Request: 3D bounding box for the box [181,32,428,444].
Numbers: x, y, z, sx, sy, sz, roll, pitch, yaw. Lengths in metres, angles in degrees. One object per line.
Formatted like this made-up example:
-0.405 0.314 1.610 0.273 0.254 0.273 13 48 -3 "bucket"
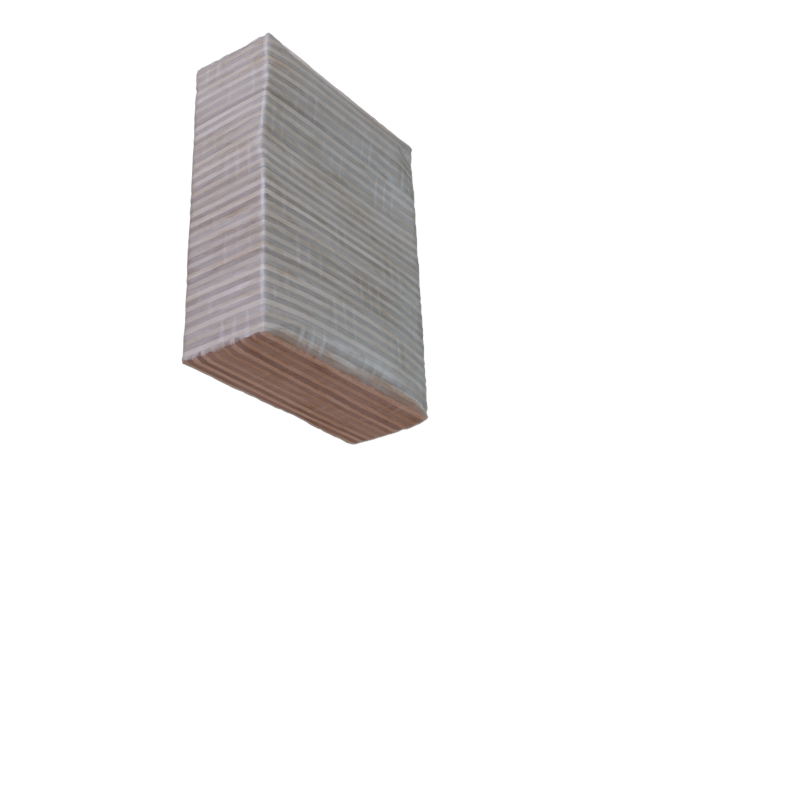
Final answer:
-0.055 -0.100 0.703 0.072 0.227 0.153 -22 -34 31 "box"
